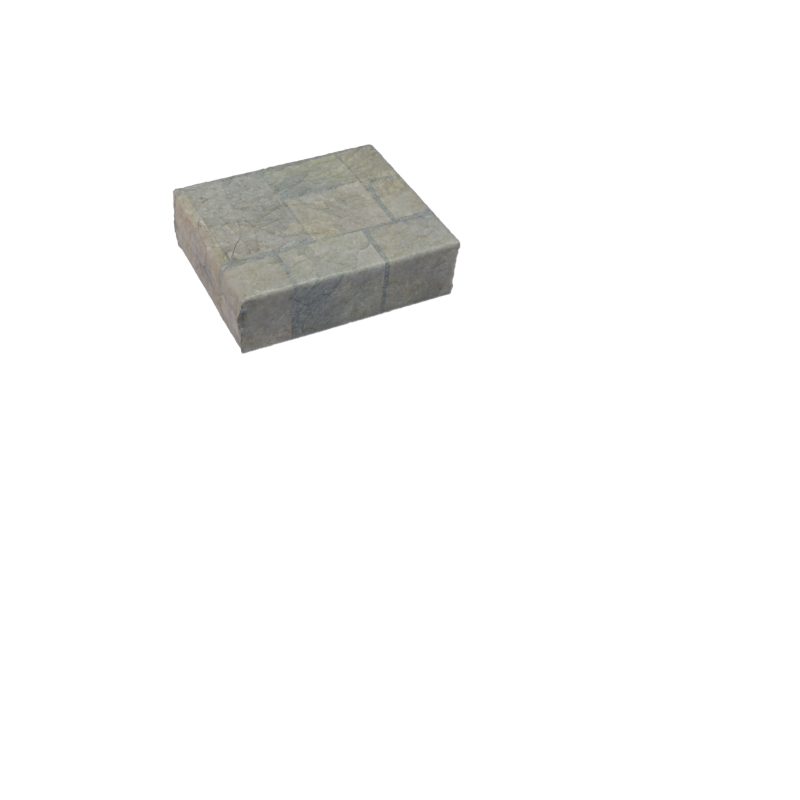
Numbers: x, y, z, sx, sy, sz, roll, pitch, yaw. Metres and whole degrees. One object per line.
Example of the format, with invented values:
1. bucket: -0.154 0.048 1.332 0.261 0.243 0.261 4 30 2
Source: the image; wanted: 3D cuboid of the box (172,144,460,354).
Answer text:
1. box: -0.042 -0.076 0.535 0.112 0.036 0.097 -19 46 -20
